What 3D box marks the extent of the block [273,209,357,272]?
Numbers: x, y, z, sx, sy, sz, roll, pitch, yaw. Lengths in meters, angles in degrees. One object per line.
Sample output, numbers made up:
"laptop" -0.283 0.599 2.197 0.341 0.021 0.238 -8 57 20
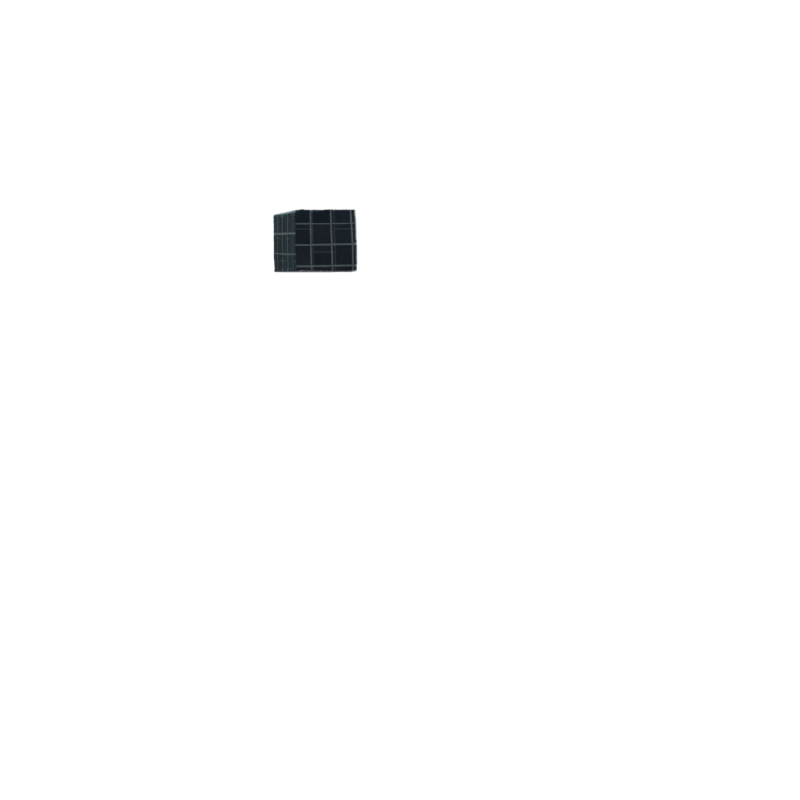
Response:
"block" -0.073 -0.133 0.929 0.051 0.051 0.080 -1 4 -20
